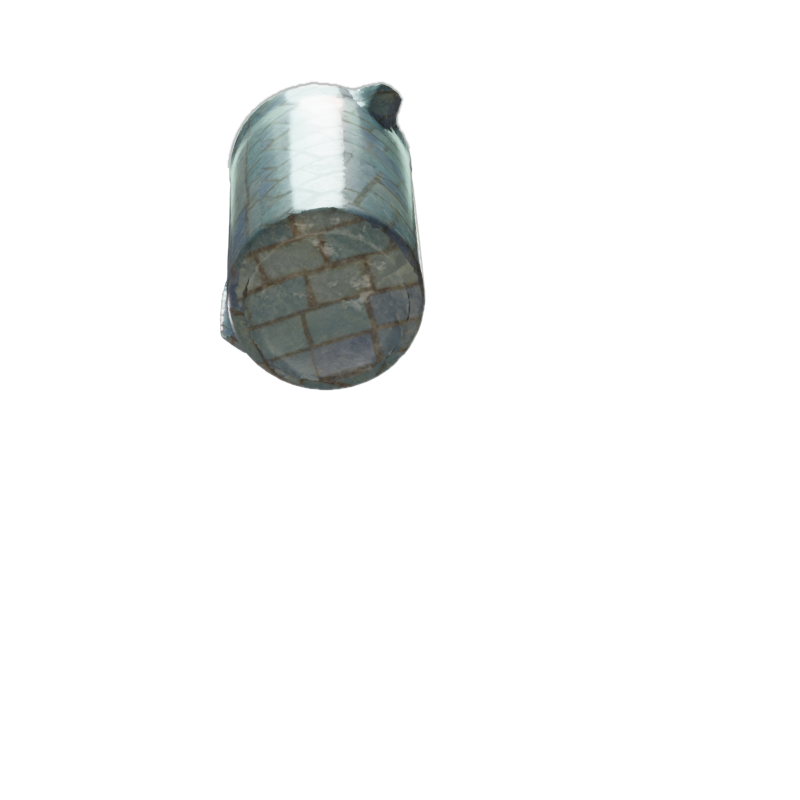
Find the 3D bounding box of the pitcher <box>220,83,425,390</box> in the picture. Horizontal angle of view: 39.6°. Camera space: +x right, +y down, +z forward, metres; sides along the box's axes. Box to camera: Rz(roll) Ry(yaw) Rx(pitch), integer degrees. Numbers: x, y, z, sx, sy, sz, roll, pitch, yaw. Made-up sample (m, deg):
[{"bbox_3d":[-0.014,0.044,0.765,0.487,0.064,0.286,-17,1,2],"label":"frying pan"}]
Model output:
[{"bbox_3d":[-0.055,-0.100,0.703,0.145,0.141,0.257,-6,27,0],"label":"pitcher"}]
